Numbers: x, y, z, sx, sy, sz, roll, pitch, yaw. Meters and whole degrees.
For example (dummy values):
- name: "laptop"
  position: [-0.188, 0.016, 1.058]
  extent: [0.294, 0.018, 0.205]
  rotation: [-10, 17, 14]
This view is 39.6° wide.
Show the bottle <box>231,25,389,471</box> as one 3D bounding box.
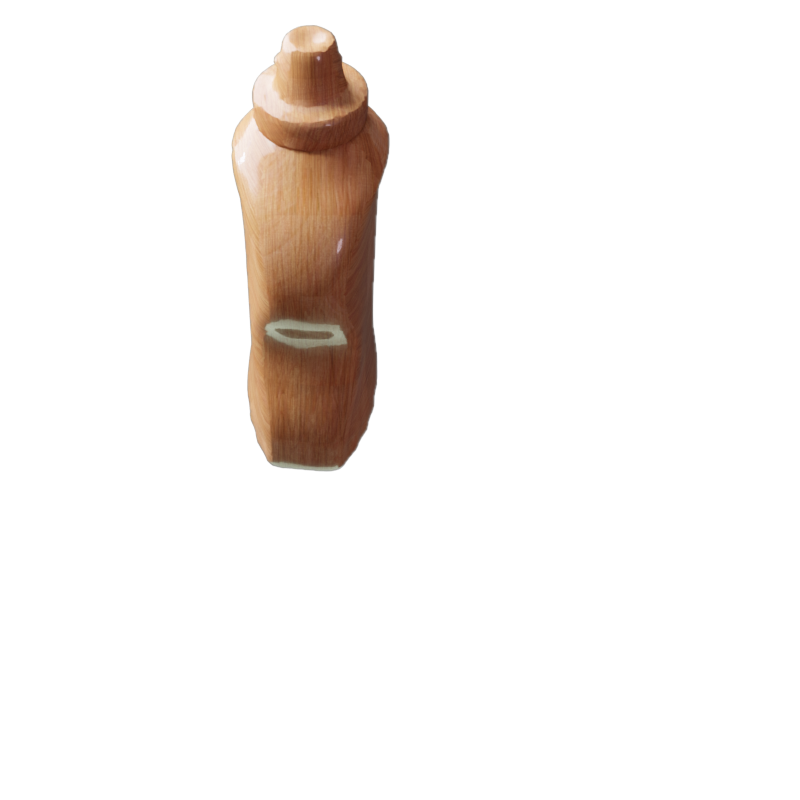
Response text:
- name: "bottle"
  position: [-0.035, -0.063, 0.439]
  extent: [0.059, 0.102, 0.179]
  rotation: [5, -41, 0]
